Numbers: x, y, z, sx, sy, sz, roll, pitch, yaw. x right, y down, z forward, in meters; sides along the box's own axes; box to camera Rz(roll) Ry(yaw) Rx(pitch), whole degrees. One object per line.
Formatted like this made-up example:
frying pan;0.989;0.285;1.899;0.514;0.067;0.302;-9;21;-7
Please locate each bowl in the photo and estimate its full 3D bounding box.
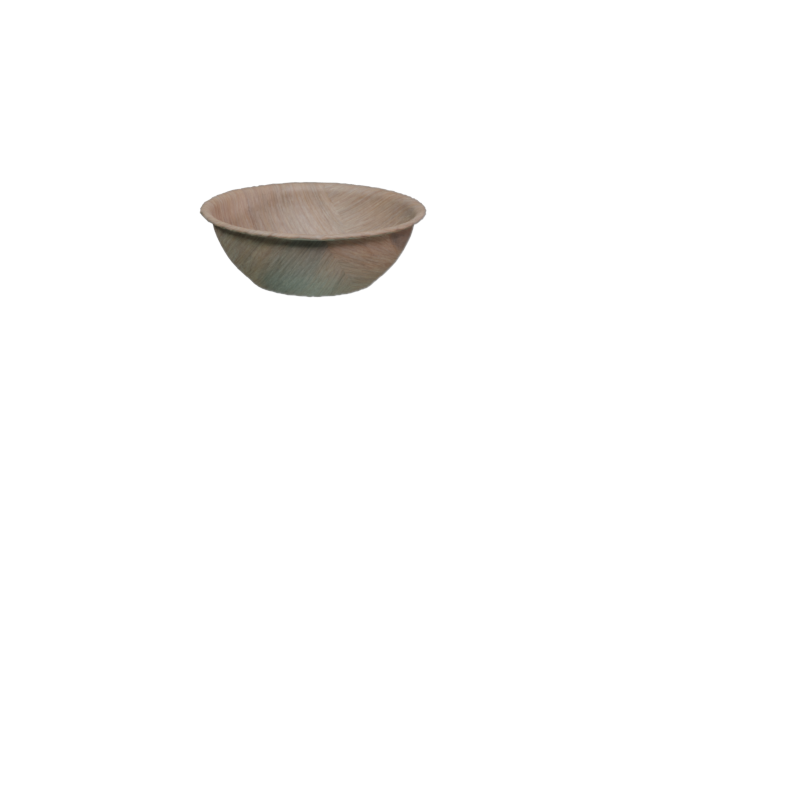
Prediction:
bowl;-0.063;-0.114;0.801;0.162;0.053;0.170;-1;23;-2
